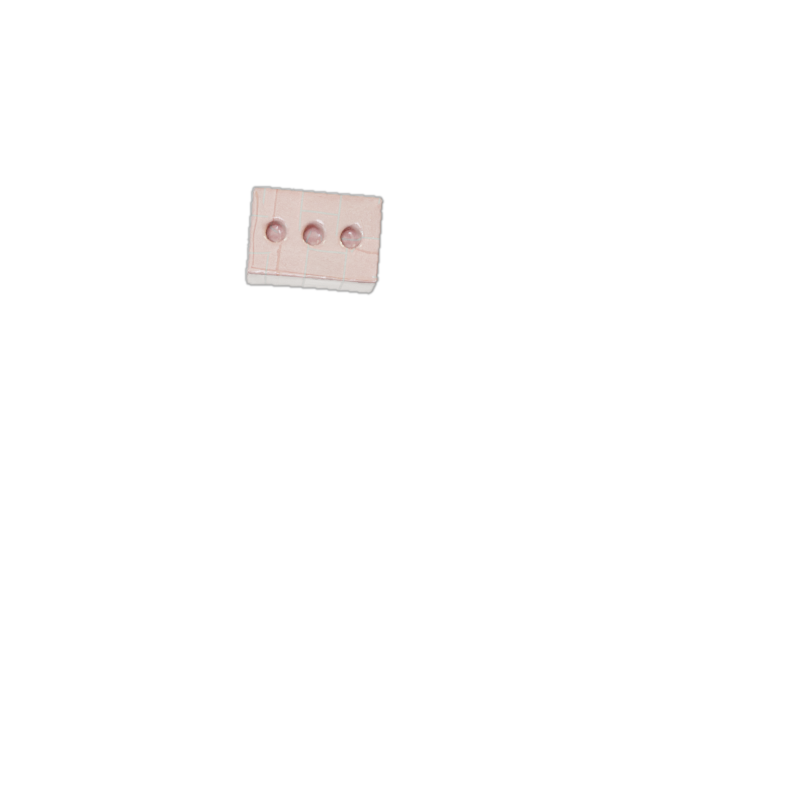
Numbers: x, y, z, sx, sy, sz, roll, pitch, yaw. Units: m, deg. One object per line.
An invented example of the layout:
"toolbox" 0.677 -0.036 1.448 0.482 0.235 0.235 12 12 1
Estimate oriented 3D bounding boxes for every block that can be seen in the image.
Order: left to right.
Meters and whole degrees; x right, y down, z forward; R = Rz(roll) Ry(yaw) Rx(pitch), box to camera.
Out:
"block" -0.052 -0.095 0.662 0.078 0.054 0.050 4 -6 -1
